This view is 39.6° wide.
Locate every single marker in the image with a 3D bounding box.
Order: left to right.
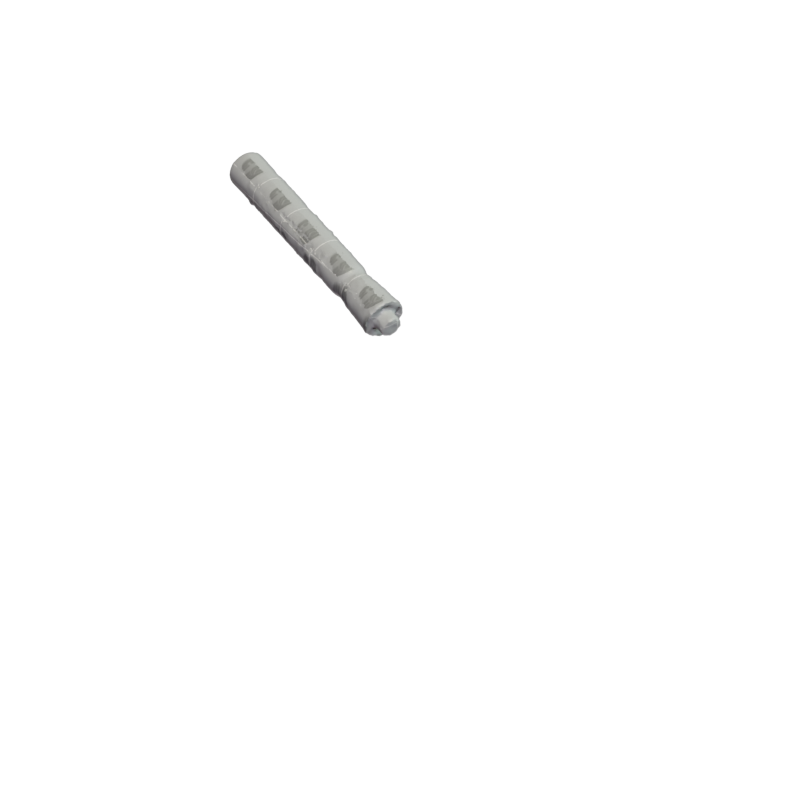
[{"bbox_3d":[-0.038,-0.070,0.490,0.019,0.019,0.130,-2,40,-42],"label":"marker"}]
